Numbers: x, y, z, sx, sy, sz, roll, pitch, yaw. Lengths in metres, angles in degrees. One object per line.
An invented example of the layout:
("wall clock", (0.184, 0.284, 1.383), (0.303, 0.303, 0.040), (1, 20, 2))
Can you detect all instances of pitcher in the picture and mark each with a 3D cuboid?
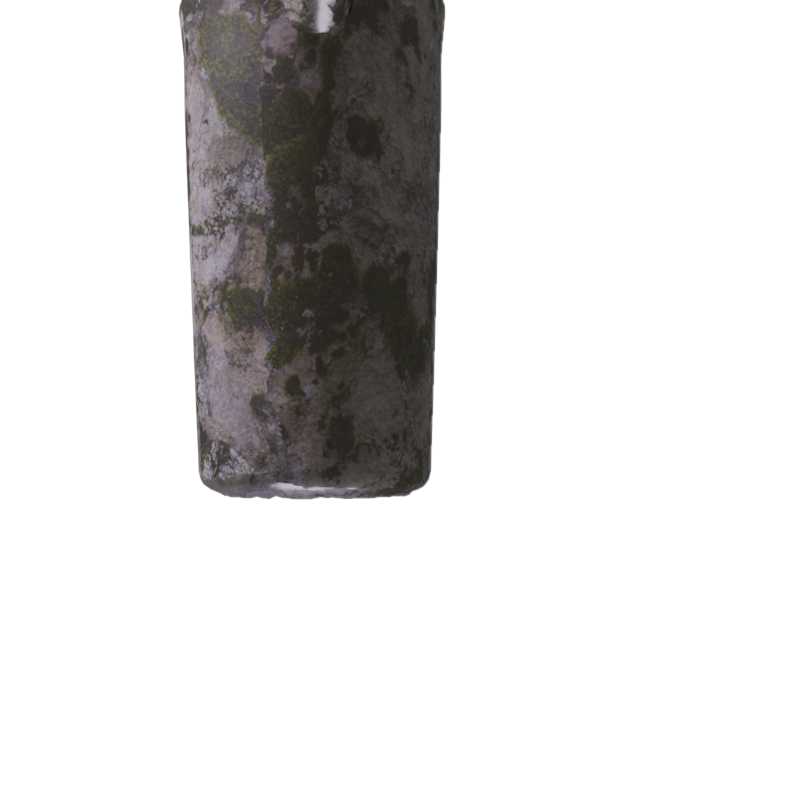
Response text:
("pitcher", (-0.043, -0.078, 0.546), (0.149, 0.249, 0.142), (-7, -11, 37))
